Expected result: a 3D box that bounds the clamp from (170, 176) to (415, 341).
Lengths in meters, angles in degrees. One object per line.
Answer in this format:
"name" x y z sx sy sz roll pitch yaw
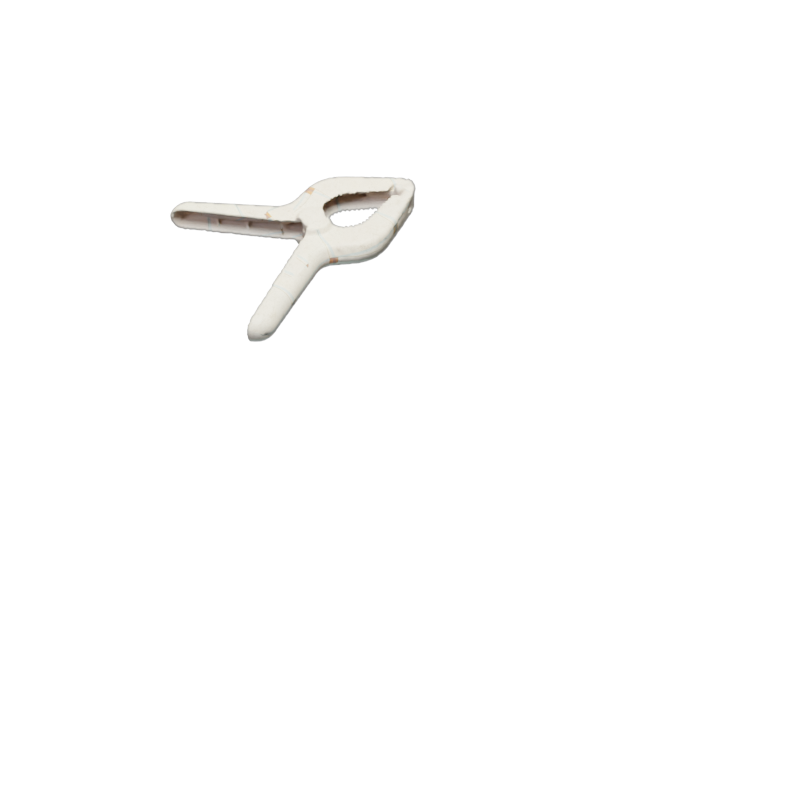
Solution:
"clamp" -0.074 -0.136 0.951 0.208 0.178 0.034 -18 -37 -15
